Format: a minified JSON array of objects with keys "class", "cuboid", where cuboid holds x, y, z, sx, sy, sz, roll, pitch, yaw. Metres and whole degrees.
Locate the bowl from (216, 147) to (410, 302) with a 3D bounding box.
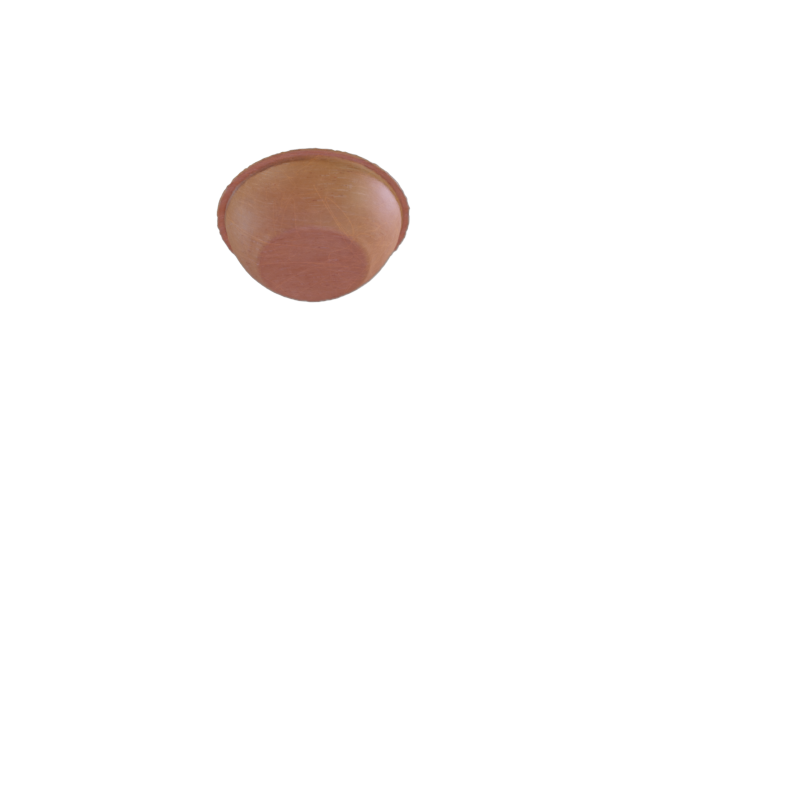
[{"class":"bowl","cuboid":[-0.071,-0.130,0.911,0.162,0.059,0.151,1,-39,-1]}]
